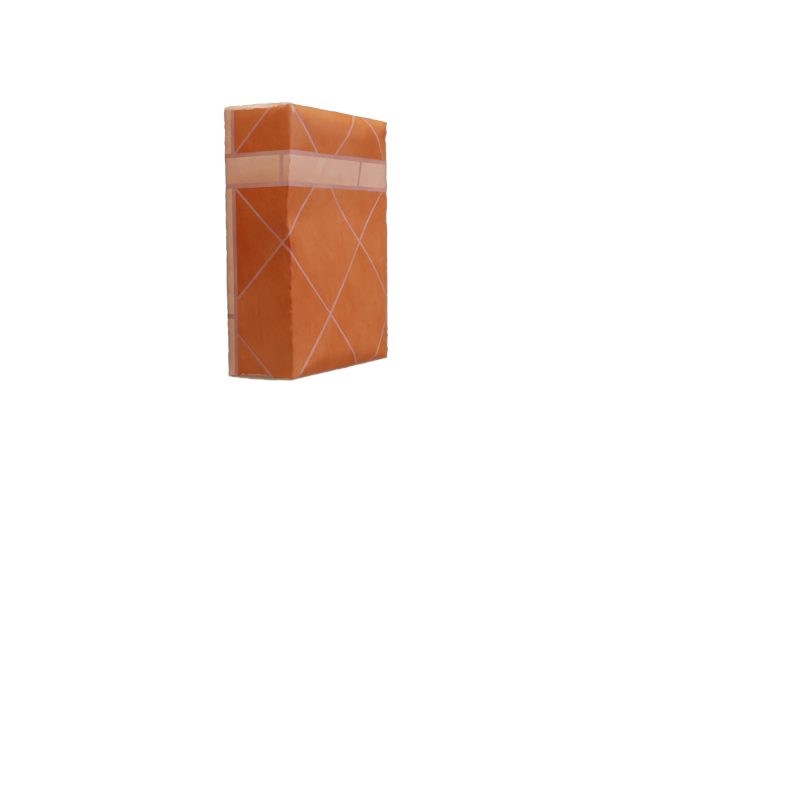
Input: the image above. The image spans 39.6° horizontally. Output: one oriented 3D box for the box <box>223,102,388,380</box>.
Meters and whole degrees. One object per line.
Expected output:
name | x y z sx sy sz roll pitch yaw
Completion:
box | -0.072 -0.131 0.920 0.074 0.213 0.159 1 3 28
